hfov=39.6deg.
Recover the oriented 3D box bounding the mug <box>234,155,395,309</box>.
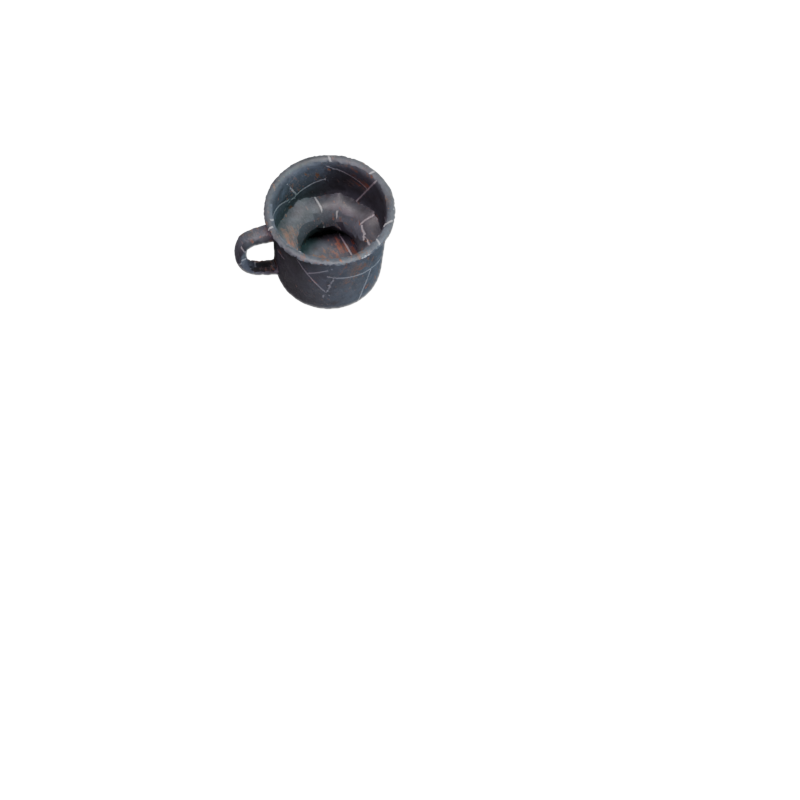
[{"bbox_3d":[-0.064,-0.116,0.813,0.116,0.100,0.077,-16,-26,-10],"label":"mug"}]
